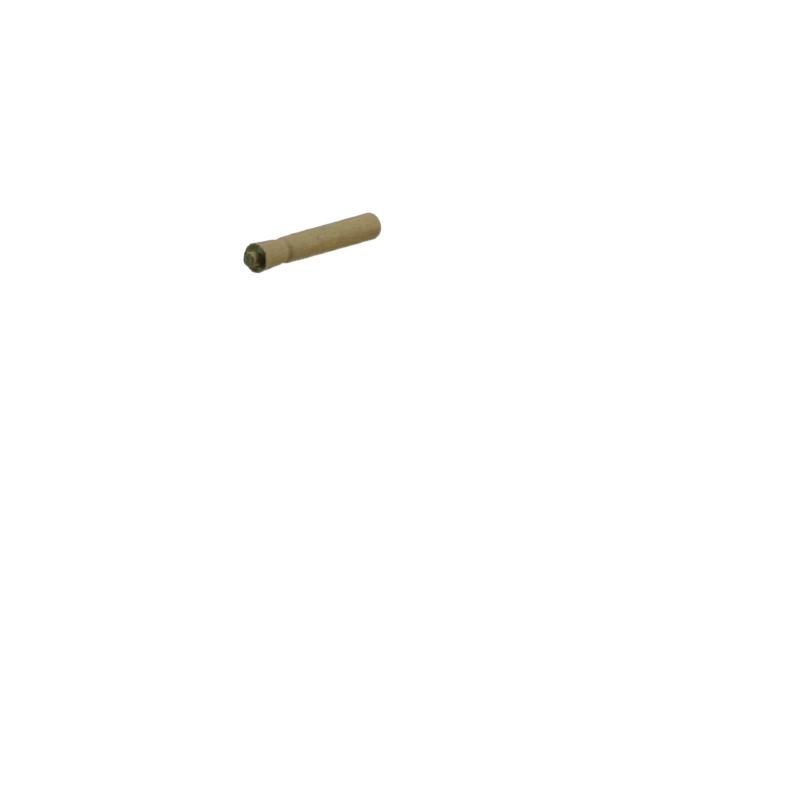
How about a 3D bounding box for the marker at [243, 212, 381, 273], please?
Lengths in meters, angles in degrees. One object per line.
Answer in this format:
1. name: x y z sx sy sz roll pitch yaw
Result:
1. marker: -0.056 -0.101 0.711 0.021 0.019 0.119 3 19 38
